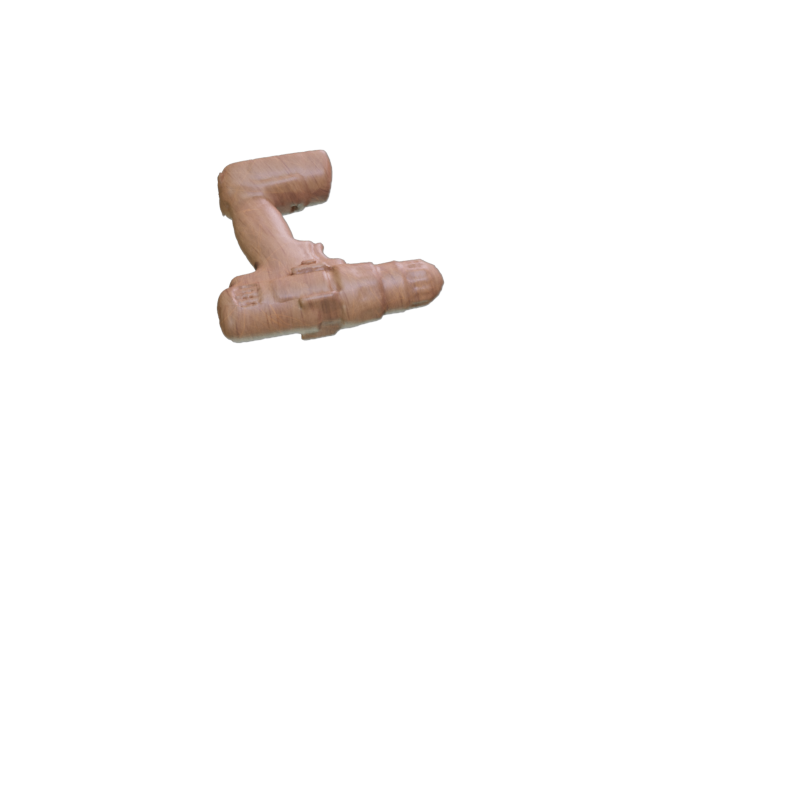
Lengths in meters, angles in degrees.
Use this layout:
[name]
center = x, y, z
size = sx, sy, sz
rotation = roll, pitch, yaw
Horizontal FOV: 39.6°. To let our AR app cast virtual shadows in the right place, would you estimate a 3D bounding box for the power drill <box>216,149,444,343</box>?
[power drill]
center = -0.074, -0.134, 0.939
size = 0.183, 0.053, 0.203
rotation = -10, 47, -10
